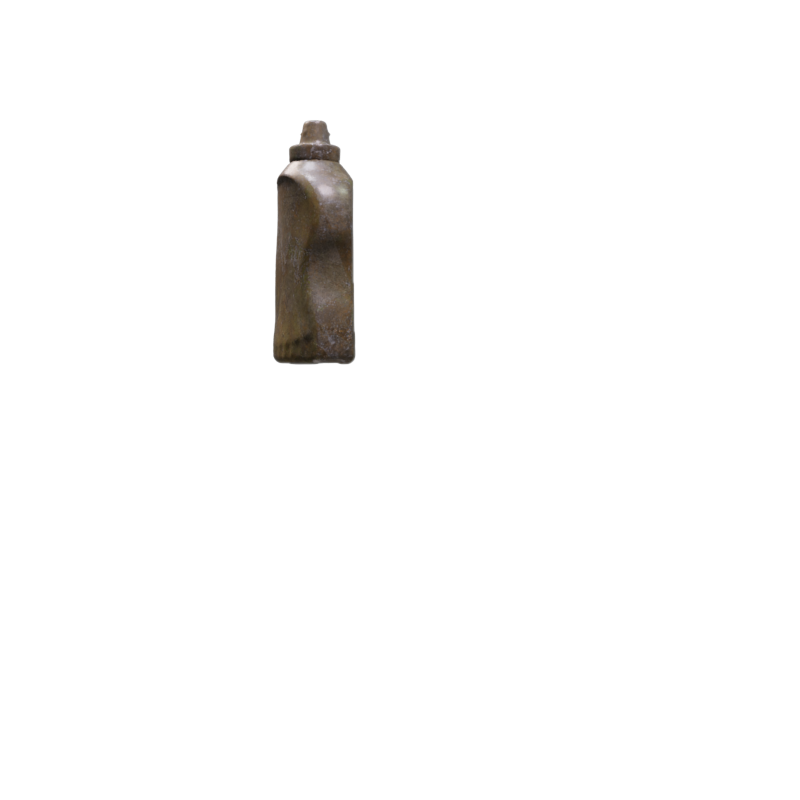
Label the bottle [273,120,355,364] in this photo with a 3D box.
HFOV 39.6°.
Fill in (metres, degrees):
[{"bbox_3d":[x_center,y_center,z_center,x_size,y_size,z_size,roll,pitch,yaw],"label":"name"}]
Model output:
[{"bbox_3d":[-0.068,-0.125,0.876,0.057,0.194,0.098,1,-3,-21],"label":"bottle"}]
